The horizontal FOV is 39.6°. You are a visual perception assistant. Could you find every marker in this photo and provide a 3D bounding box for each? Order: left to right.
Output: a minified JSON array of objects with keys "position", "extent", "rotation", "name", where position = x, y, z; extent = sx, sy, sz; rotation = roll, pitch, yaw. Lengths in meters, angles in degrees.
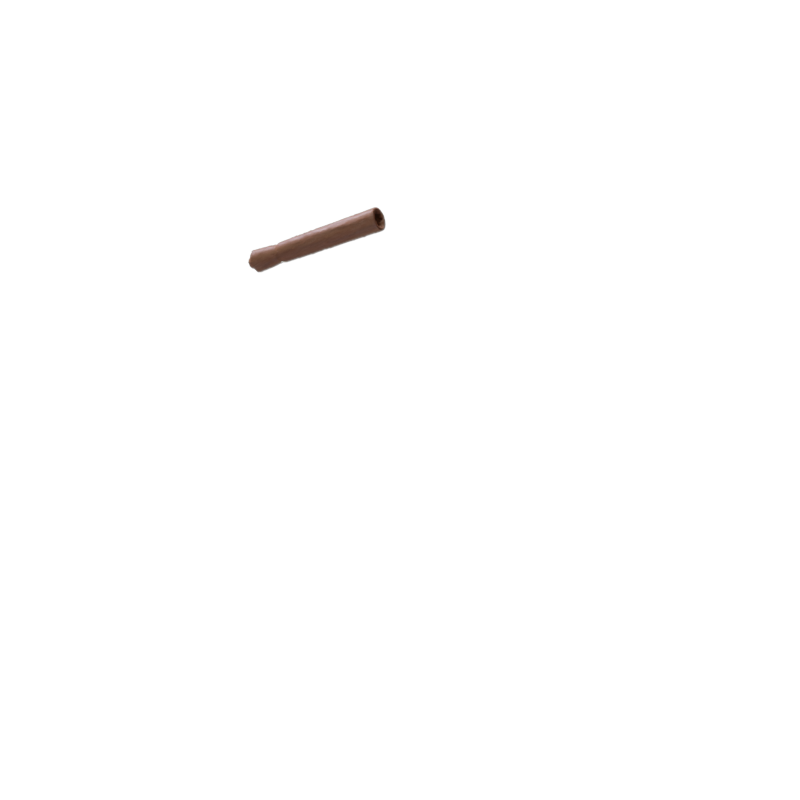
[{"position":[-0.067,-0.122,0.855],"extent":[0.123,0.020,0.019],"rotation":[-14,-4,30],"name":"marker"}]
